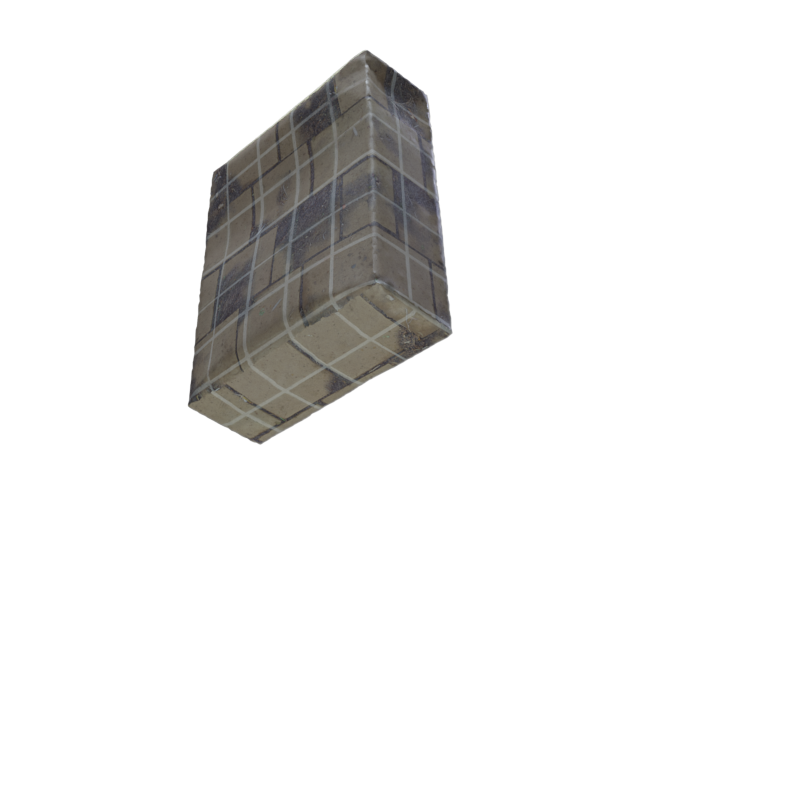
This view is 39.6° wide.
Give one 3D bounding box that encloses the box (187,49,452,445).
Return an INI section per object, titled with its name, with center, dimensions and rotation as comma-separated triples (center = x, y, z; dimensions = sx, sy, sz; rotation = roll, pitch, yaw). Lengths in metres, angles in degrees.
[box]
center = -0.057, -0.103, 0.722
dimensions = 0.163, 0.229, 0.067
rotation = -31, -47, 31
